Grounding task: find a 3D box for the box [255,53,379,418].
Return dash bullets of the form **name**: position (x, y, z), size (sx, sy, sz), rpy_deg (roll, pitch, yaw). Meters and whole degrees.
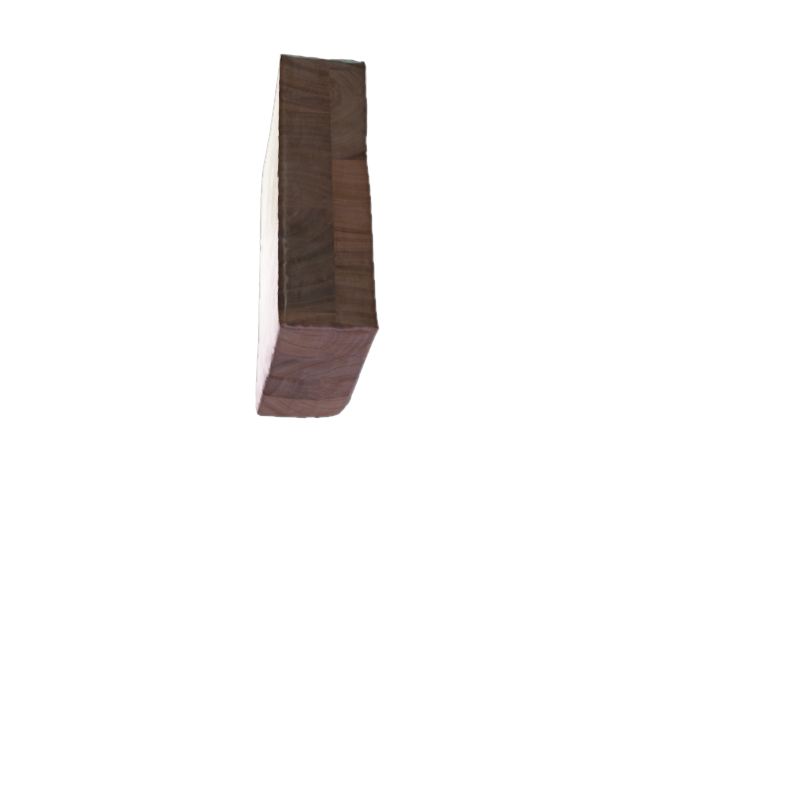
- **box**: position (-0.063, -0.114, 0.802), size (0.071, 0.227, 0.157), rpy_deg (3, -26, -10)
